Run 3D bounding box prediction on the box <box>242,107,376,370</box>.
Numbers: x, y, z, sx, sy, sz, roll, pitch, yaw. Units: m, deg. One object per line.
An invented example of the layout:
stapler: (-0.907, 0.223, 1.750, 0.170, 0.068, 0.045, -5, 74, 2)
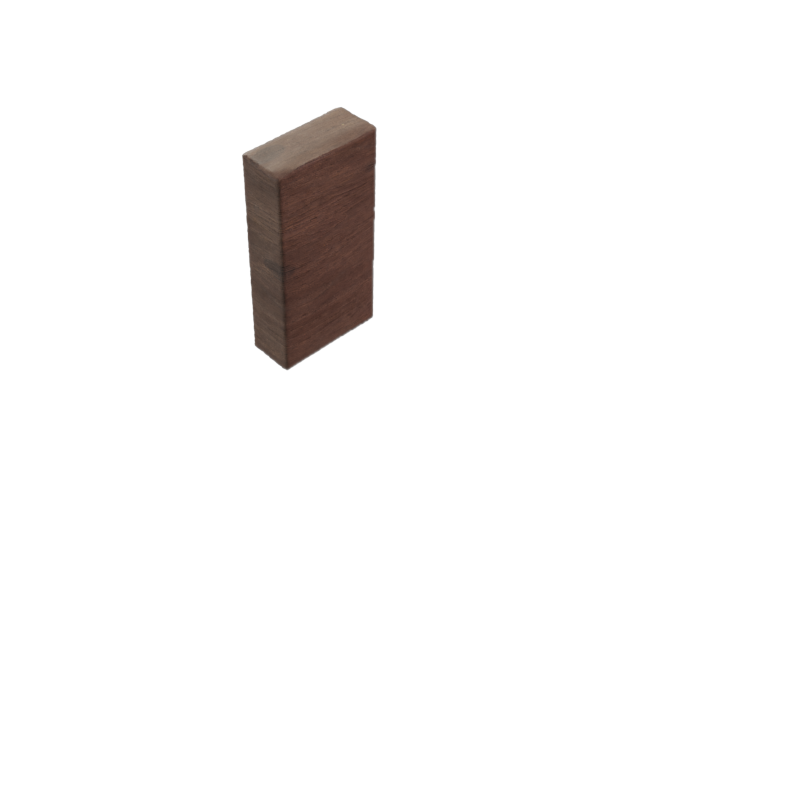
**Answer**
box: (-0.063, -0.114, 0.803, 0.094, 0.164, 0.051, -33, 55, -32)
